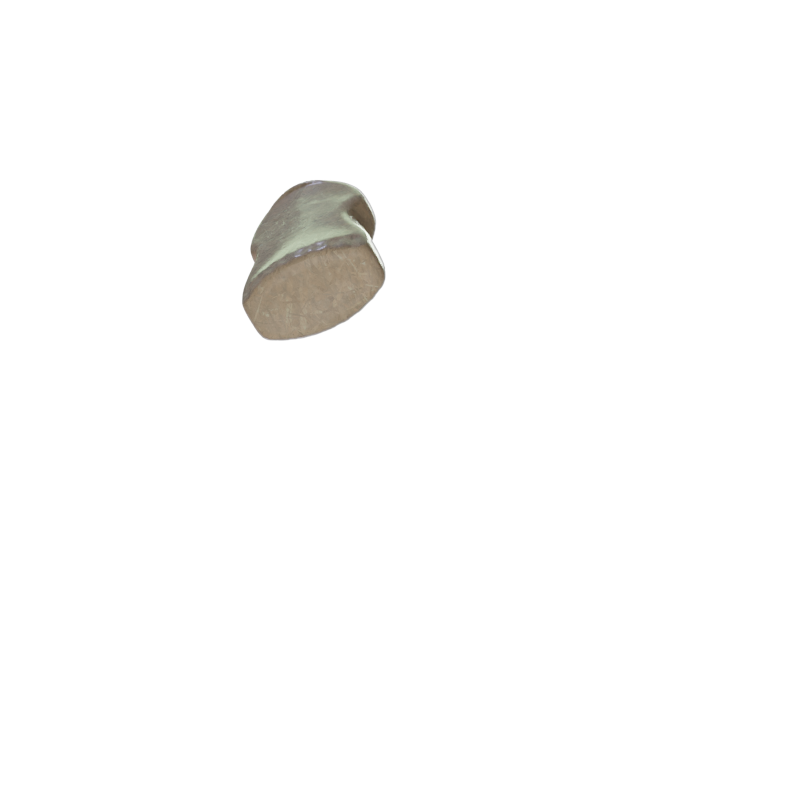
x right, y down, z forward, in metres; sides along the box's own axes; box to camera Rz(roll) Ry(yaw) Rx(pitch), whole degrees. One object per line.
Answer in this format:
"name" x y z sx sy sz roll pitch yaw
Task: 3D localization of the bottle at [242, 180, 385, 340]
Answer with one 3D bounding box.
"bottle" -0.064 -0.117 0.815 0.096 0.055 0.203 -26 27 10
